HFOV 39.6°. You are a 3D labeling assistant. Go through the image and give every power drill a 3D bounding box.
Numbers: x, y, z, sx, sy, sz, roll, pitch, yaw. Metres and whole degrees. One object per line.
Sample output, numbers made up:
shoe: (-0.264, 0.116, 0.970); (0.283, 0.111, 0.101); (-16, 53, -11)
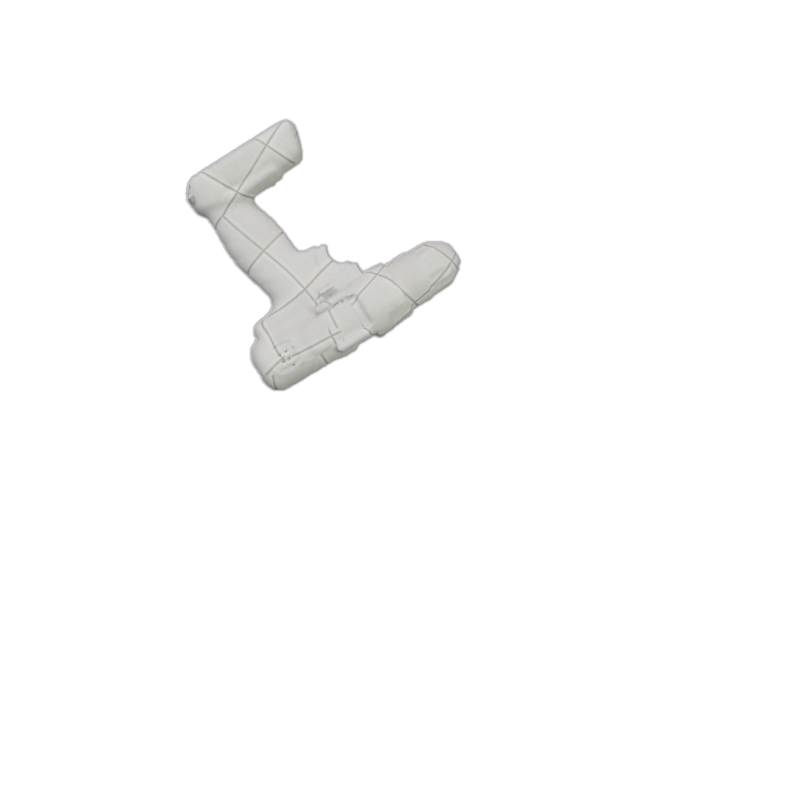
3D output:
power drill: (-0.070, -0.127, 0.891); (0.184, 0.192, 0.056); (-32, -8, -5)
